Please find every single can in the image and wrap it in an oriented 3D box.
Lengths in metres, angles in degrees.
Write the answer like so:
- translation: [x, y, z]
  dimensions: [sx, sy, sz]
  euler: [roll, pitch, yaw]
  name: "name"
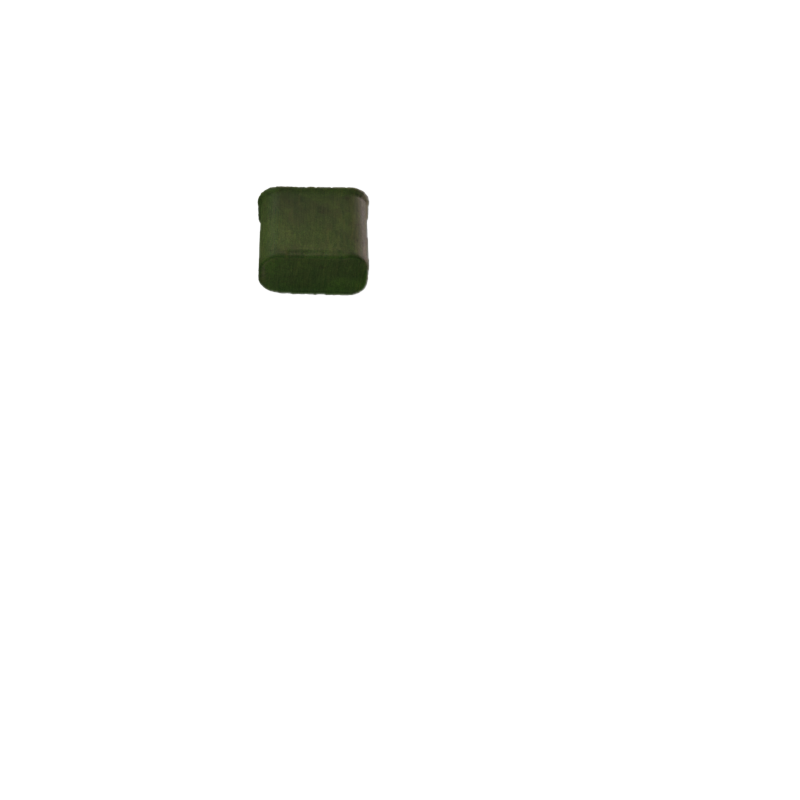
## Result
- translation: [-0.078, -0.142, 0.992]
  dimensions: [0.102, 0.090, 0.054]
  euler: [0, -39, -3]
  name: "can"
